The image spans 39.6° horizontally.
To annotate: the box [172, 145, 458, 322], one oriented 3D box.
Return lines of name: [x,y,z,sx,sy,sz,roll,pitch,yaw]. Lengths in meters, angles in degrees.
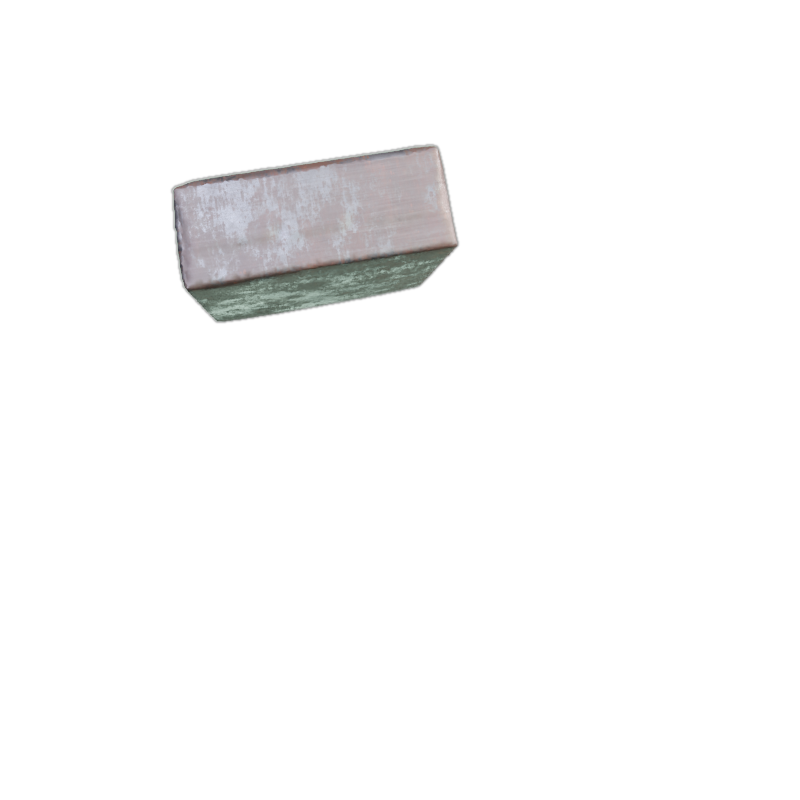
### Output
box: [-0.059,-0.107,0.751,0.164,0.073,0.211,-10,-1,-3]
